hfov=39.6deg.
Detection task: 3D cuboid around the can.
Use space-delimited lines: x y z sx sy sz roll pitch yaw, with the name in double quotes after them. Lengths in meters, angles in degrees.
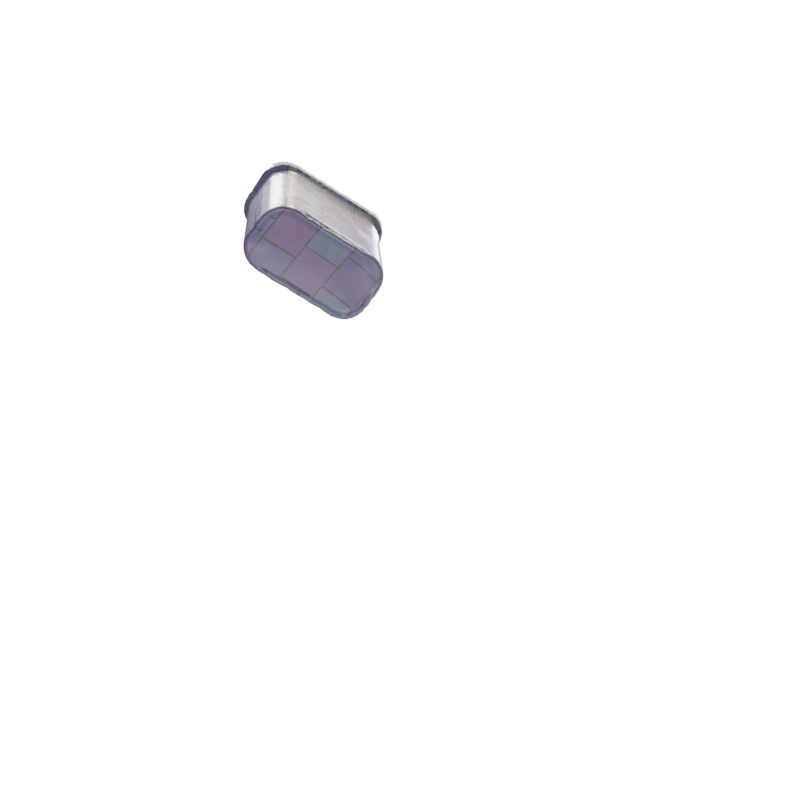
-0.061 -0.112 0.781 0.099 0.056 0.088 30 22 -15 "can"
